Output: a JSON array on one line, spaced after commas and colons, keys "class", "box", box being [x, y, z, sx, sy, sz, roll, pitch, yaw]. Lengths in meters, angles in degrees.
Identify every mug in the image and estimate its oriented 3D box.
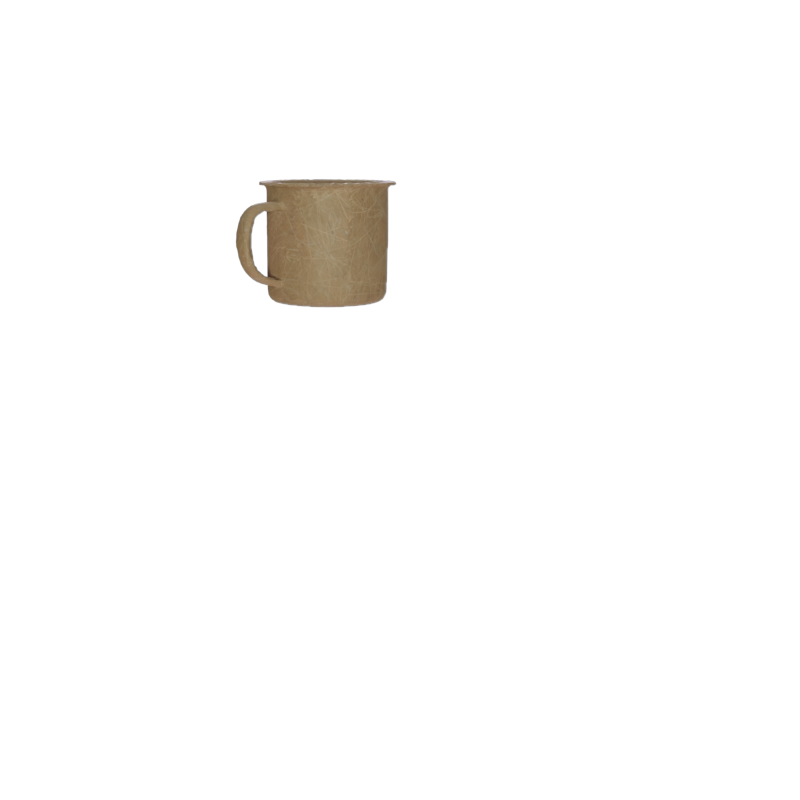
[{"class": "mug", "box": [-0.058, -0.107, 0.746, 0.114, 0.080, 0.098, -9, 13, -40]}]
